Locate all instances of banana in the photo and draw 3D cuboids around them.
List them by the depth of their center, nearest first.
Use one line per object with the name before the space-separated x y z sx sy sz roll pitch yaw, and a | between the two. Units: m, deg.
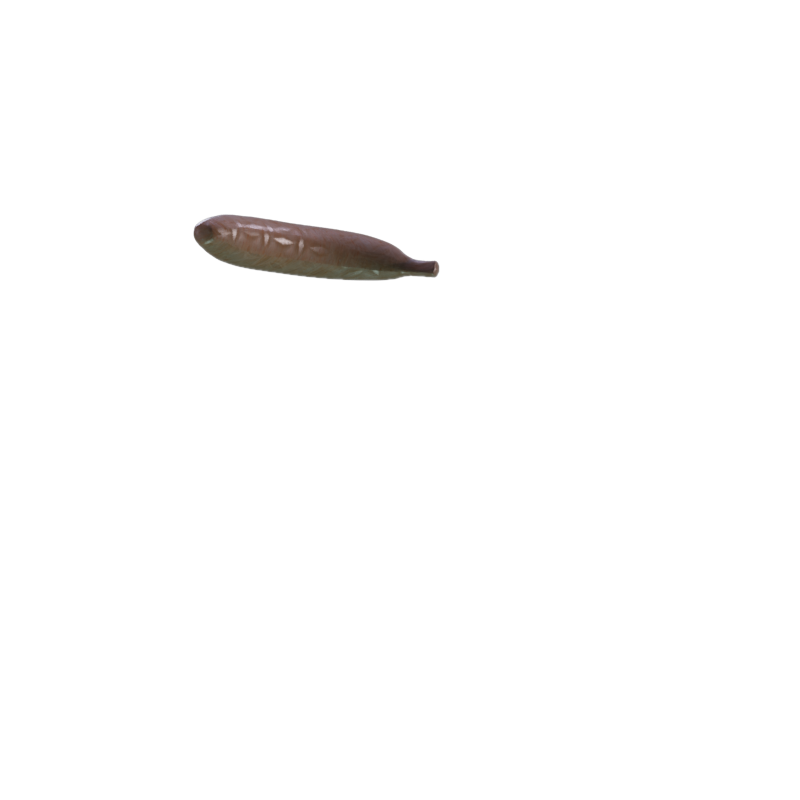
banana | -0.069 -0.110 0.793 0.190 0.037 0.071 2 -6 -33
